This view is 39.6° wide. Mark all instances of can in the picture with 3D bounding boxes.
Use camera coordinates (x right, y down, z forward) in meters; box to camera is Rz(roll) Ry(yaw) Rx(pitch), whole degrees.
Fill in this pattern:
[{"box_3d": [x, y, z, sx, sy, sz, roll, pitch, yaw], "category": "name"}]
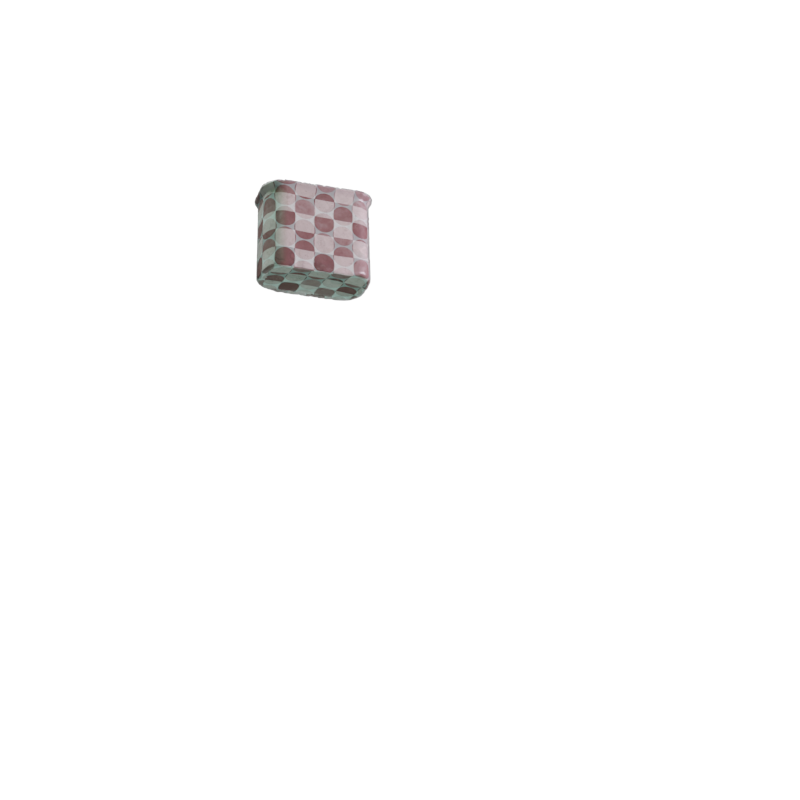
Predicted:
[{"box_3d": [-0.076, -0.139, 0.970, 0.099, 0.089, 0.056, 7, -26, -17], "category": "can"}]
